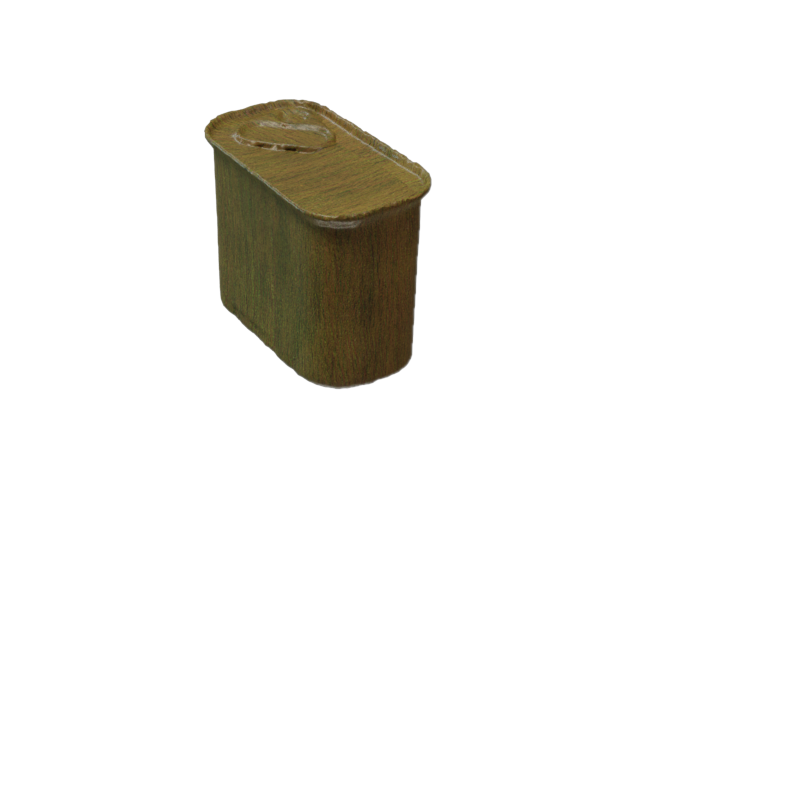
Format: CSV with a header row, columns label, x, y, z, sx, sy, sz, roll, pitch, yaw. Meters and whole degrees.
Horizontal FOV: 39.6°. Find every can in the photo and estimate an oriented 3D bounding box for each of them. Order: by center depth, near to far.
label,x,y,z,sx,sy,sz,roll,pitch,yaw
can,-0.036,-0.065,0.456,0.057,0.078,0.110,-21,41,-29
